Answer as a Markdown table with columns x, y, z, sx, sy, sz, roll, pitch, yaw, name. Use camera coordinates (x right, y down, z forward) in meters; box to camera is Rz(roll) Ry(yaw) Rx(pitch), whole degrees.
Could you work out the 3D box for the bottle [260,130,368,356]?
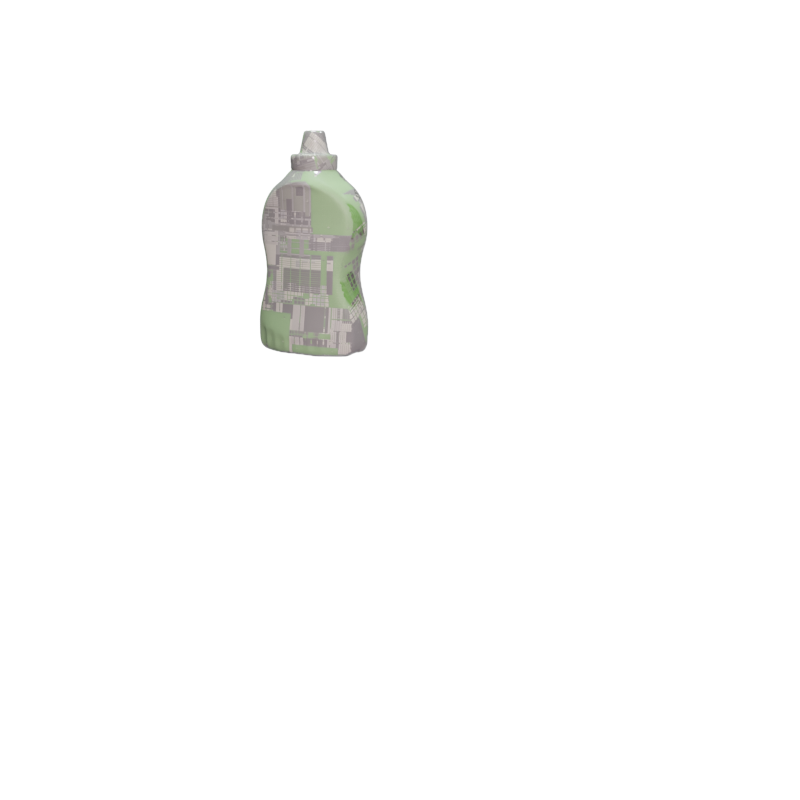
| x | y | z | sx | sy | sz | roll | pitch | yaw | name |
| --- | --- | --- | --- | --- | --- | --- | --- | --- | --- |
| -0.075 | -0.138 | 0.963 | 0.100 | 0.189 | 0.057 | 4 | 7 | 32 | bottle |
